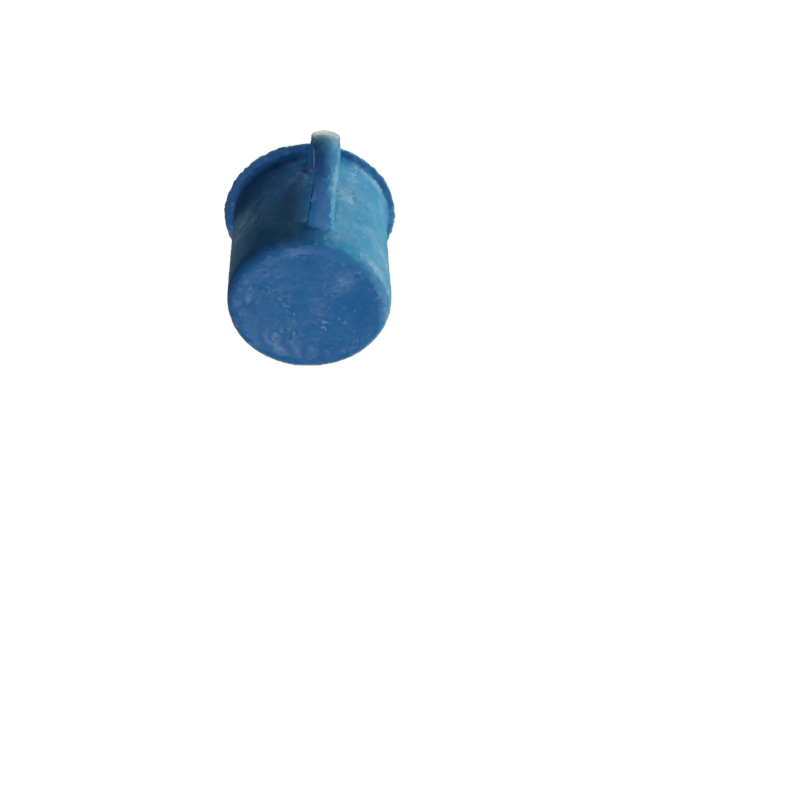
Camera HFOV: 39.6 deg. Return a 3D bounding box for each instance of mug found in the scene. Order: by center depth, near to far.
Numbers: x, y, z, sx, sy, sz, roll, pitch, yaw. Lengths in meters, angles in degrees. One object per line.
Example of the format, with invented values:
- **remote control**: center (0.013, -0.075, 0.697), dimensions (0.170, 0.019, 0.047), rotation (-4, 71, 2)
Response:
- **mug**: center (-0.044, -0.081, 0.567), dimensions (0.092, 0.110, 0.087), rotation (8, 40, -9)
